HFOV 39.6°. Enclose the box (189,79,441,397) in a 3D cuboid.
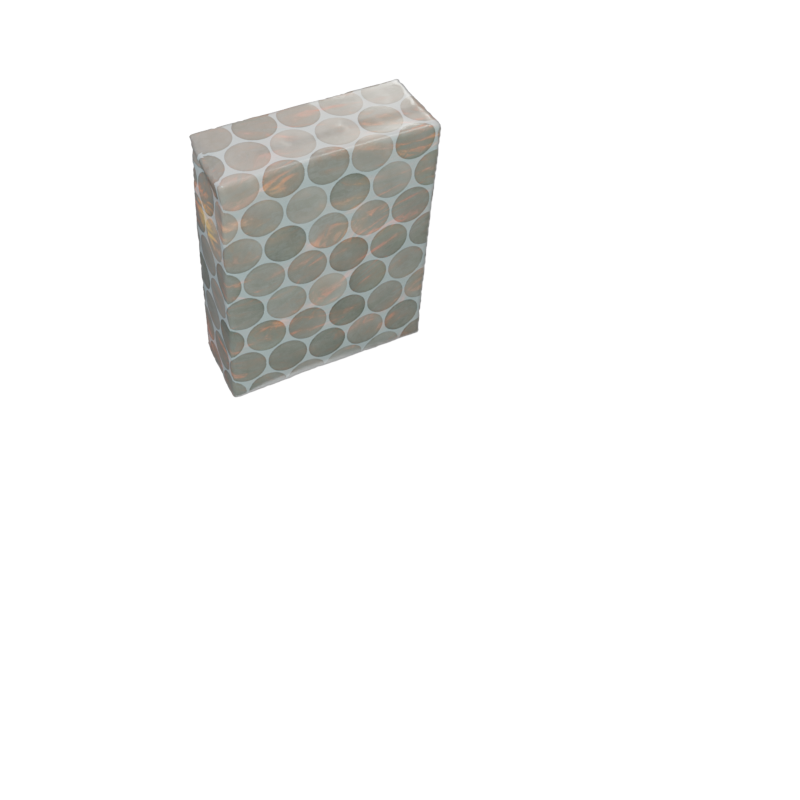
[{"bbox_3d":[-0.064,-0.117,0.819,0.163,0.199,0.078,-19,51,-19],"label":"box"}]
